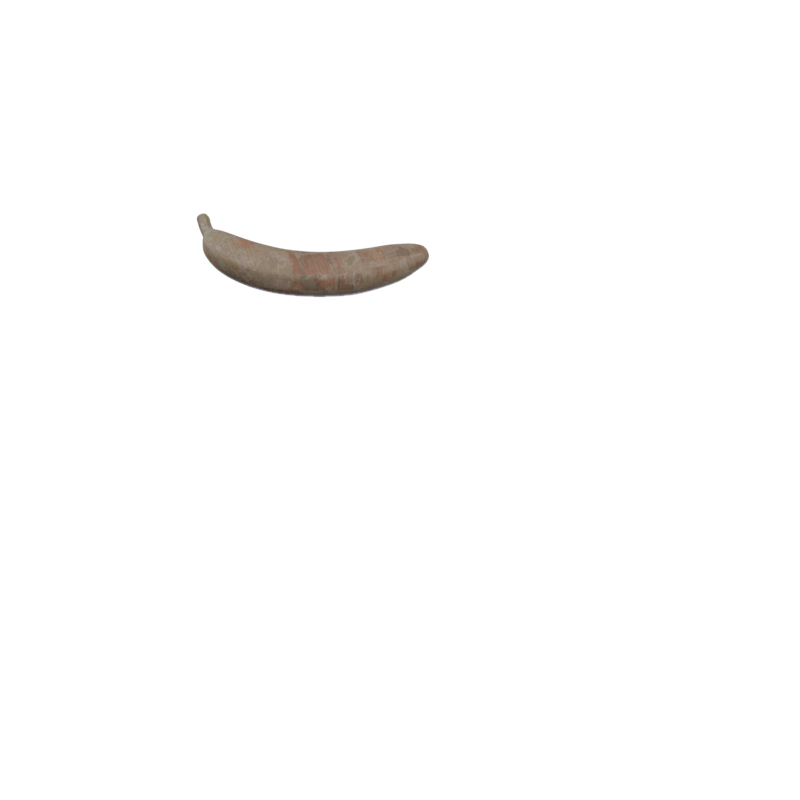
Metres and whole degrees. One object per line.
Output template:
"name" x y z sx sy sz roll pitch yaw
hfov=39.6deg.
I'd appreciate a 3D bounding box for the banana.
"banana" -0.078 -0.114 0.901 0.200 0.073 0.034 10 -30 6
